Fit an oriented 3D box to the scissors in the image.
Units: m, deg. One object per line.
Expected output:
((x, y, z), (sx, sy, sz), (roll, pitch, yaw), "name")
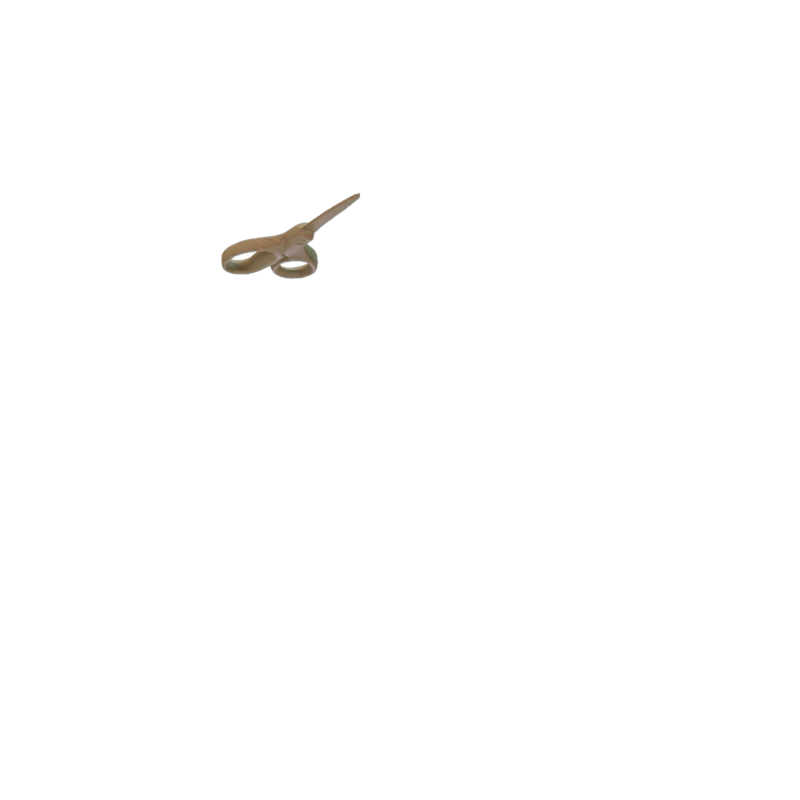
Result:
((-0.076, -0.138, 0.969), (0.205, 0.016, 0.091), (-12, -18, 43), "scissors")
